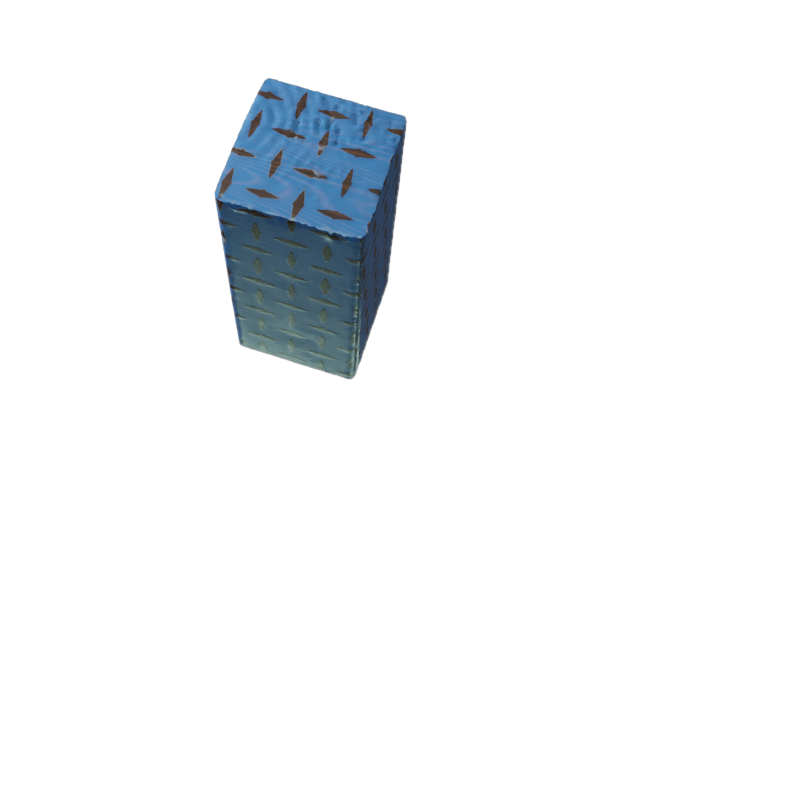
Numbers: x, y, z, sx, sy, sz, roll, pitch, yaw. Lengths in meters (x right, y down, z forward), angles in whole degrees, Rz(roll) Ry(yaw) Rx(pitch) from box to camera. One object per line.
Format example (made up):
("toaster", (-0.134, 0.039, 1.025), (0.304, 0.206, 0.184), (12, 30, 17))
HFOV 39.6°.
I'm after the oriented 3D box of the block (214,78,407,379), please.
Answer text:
("block", (-0.057, -0.102, 0.716), (0.092, 0.094, 0.195), (18, -23, 4))
